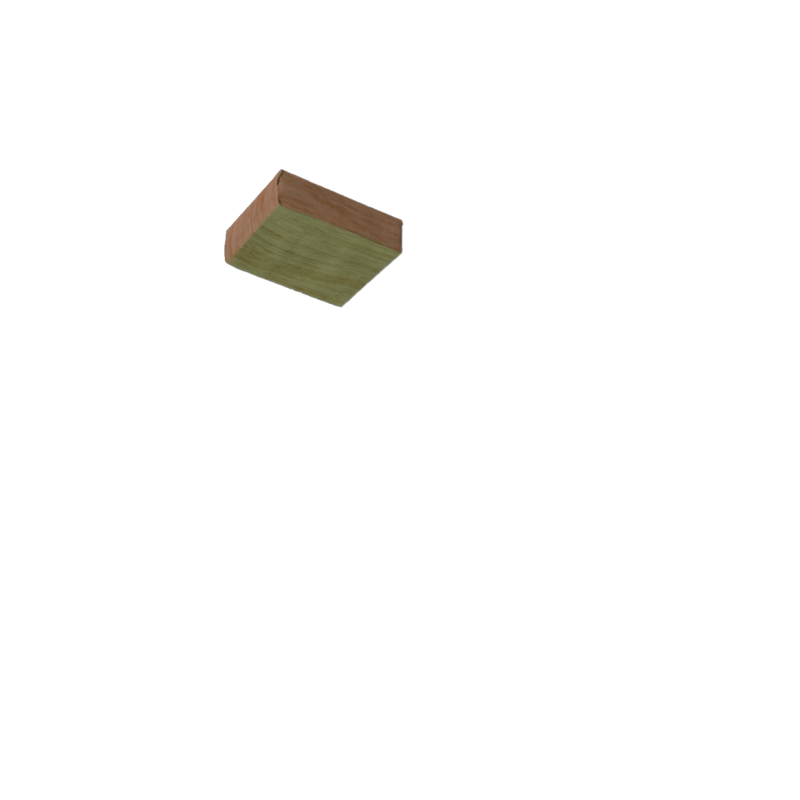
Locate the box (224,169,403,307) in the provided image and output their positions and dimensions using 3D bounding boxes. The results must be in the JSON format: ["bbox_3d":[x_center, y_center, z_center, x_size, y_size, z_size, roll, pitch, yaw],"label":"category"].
[{"bbox_3d":[-0.067,-0.123,0.860,0.108,0.042,0.088,19,-38,-27],"label":"box"}]
